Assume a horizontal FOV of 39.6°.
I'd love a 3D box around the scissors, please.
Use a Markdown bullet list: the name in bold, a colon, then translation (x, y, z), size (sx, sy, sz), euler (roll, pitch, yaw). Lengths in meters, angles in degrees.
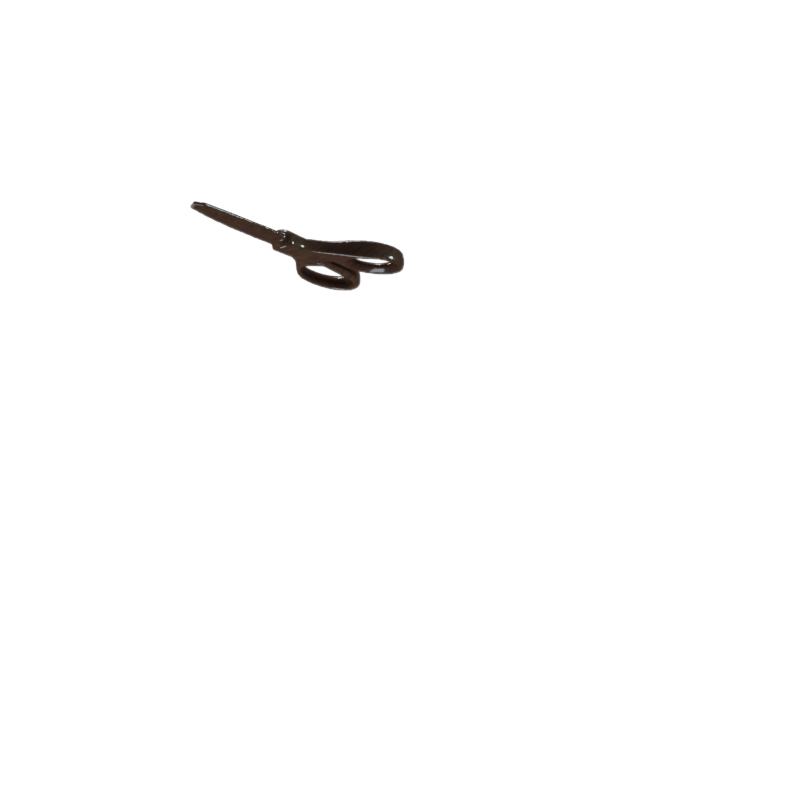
- **scissors**: translation (-0.065, -0.118, 0.828), size (0.098, 0.016, 0.190), euler (-5, -14, 21)
